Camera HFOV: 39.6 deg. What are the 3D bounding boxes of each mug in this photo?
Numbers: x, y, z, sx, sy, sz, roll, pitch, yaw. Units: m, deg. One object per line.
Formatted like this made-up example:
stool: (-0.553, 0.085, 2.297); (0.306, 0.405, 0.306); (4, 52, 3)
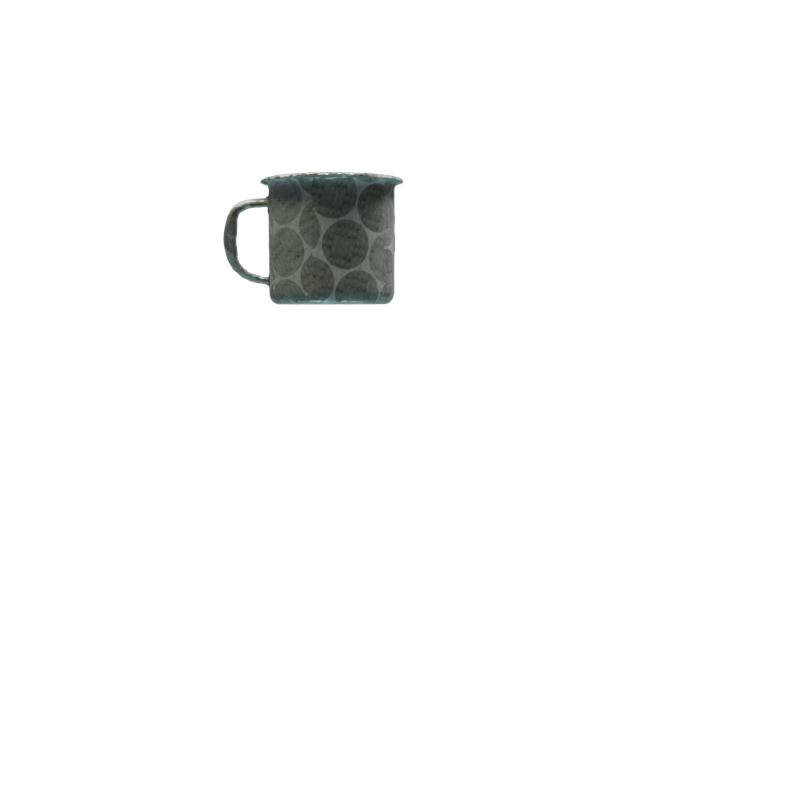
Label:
mug: (-0.056, -0.103, 0.721); (0.117, 0.082, 0.094); (0, 2, -3)
